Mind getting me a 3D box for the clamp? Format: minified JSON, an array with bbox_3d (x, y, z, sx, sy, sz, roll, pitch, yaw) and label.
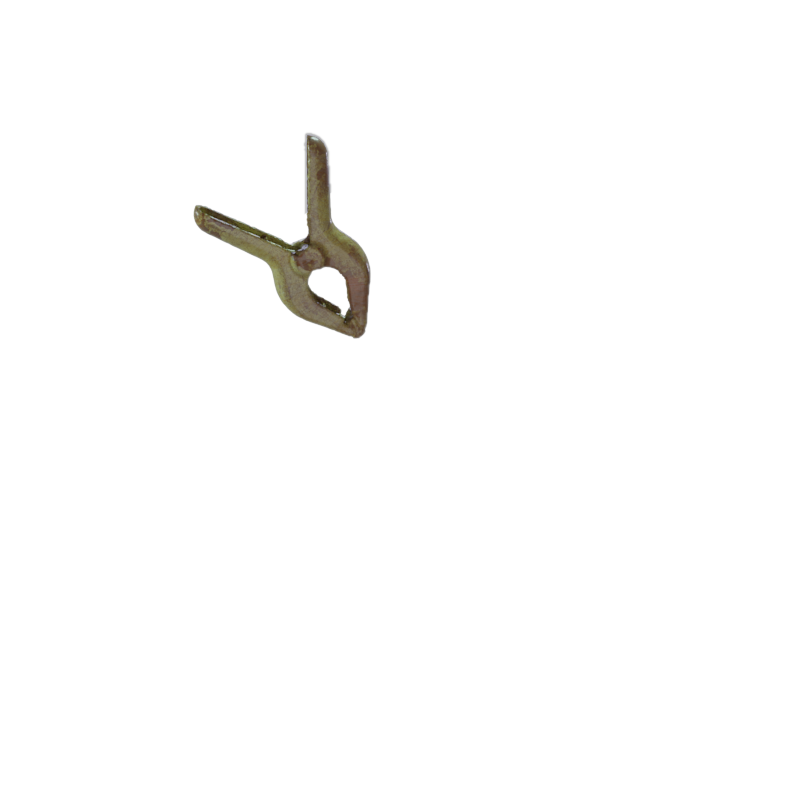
[{"bbox_3d":[-0.071,-0.129,0.902,0.119,0.164,0.041,-38,20,16],"label":"clamp"}]
